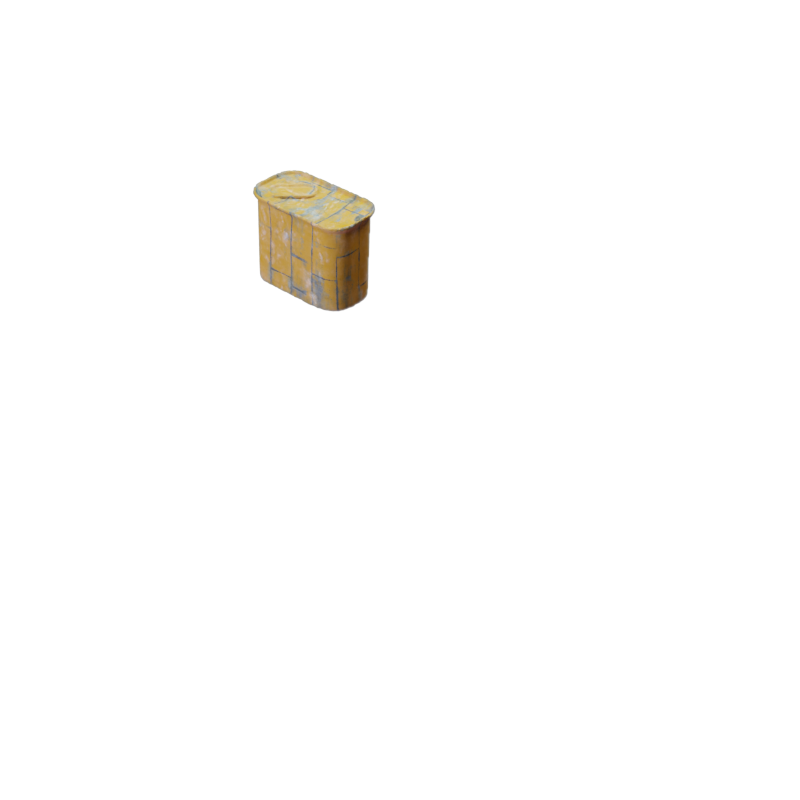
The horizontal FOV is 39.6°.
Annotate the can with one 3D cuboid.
[{"bbox_3d":[-0.072,-0.130,0.912,0.108,0.078,0.058,28,43,32],"label":"can"}]
